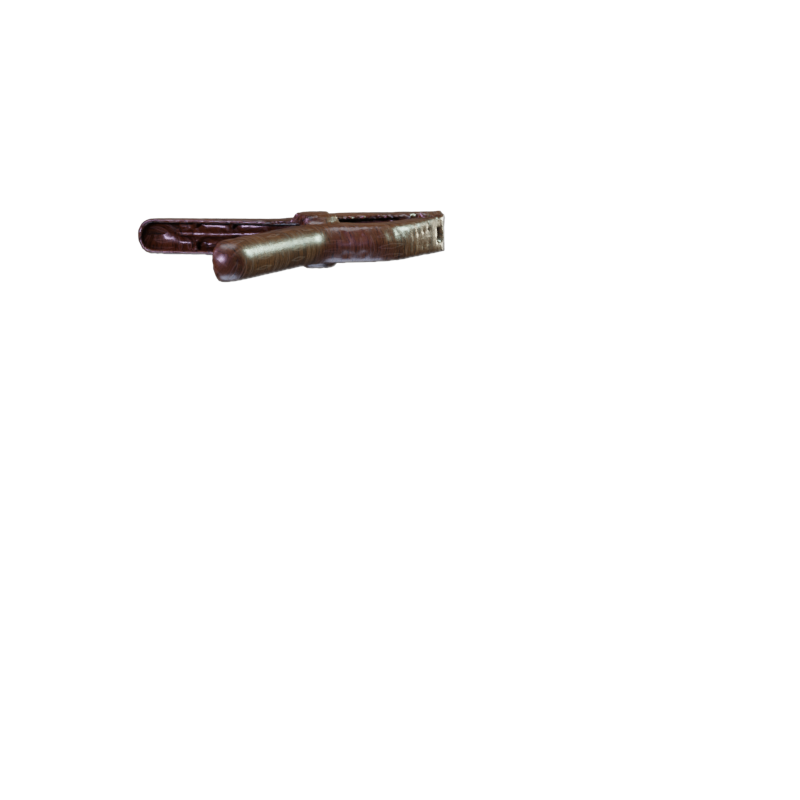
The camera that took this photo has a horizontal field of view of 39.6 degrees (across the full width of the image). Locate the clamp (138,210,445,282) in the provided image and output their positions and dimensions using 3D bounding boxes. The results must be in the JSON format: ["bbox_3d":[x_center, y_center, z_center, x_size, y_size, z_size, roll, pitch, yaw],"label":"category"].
[{"bbox_3d":[-0.058,-0.106,0.740,0.205,0.035,0.173,-6,16,-19],"label":"clamp"}]
